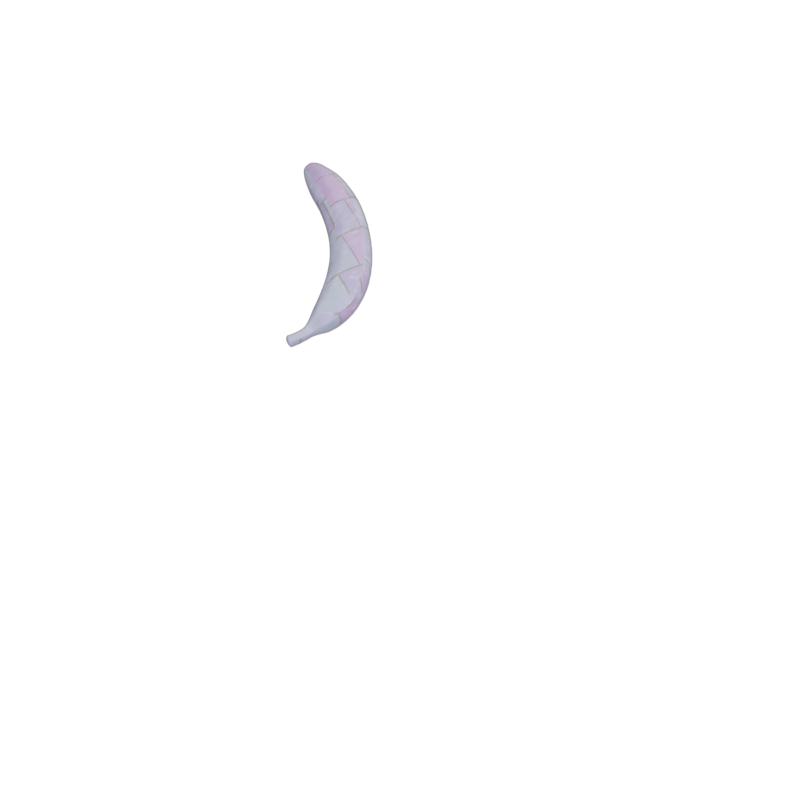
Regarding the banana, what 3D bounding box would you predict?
[{"bbox_3d":[-0.059,-0.136,0.982,0.070,0.211,0.034,2,-35,1],"label":"banana"}]
